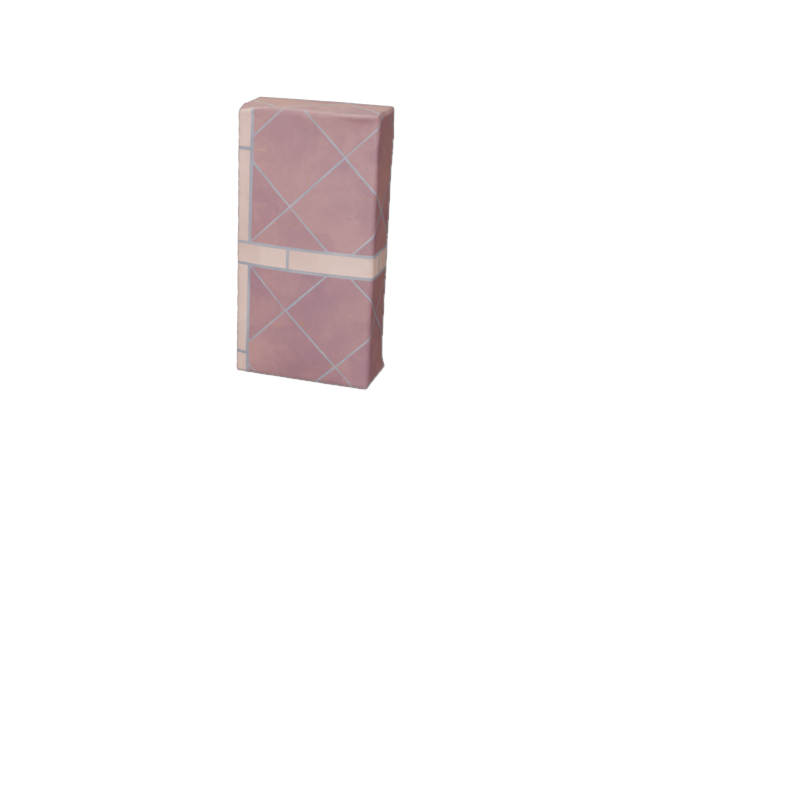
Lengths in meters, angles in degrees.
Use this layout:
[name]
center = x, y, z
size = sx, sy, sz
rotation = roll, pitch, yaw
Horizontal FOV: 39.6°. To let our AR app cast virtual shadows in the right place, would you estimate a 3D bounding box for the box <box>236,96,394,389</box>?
[box]
center = -0.055, -0.101, 0.705
size = 0.096, 0.169, 0.049
rotation = 7, 20, 16
